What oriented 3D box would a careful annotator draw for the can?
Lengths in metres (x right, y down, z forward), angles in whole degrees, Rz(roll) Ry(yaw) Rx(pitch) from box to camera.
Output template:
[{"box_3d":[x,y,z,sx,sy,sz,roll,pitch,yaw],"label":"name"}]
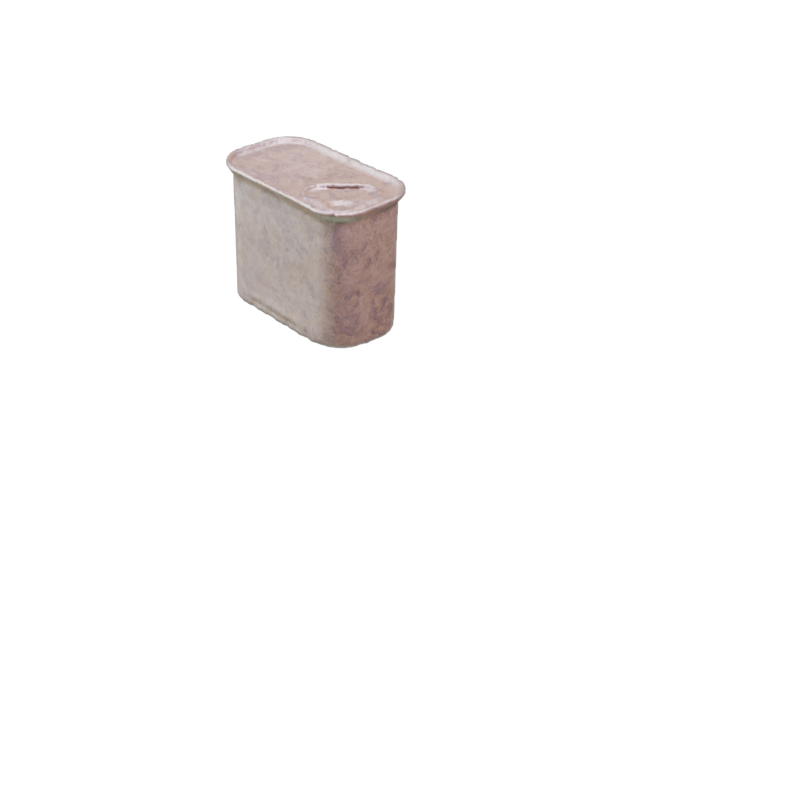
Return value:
[{"box_3d":[-0.047,-0.086,0.600,0.057,0.079,0.109,-24,40,-36],"label":"can"}]
